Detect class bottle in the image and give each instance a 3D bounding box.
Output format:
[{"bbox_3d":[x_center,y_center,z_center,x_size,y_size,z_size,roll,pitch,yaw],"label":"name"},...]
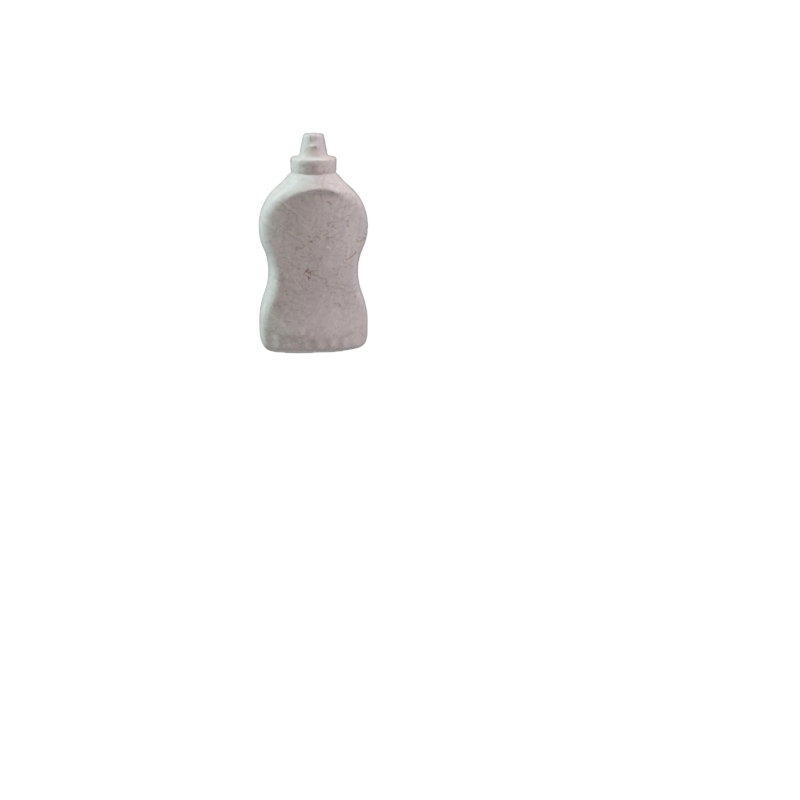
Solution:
[{"bbox_3d":[-0.077,-0.140,0.981,0.095,0.187,0.060,-1,11,-8],"label":"bottle"}]
